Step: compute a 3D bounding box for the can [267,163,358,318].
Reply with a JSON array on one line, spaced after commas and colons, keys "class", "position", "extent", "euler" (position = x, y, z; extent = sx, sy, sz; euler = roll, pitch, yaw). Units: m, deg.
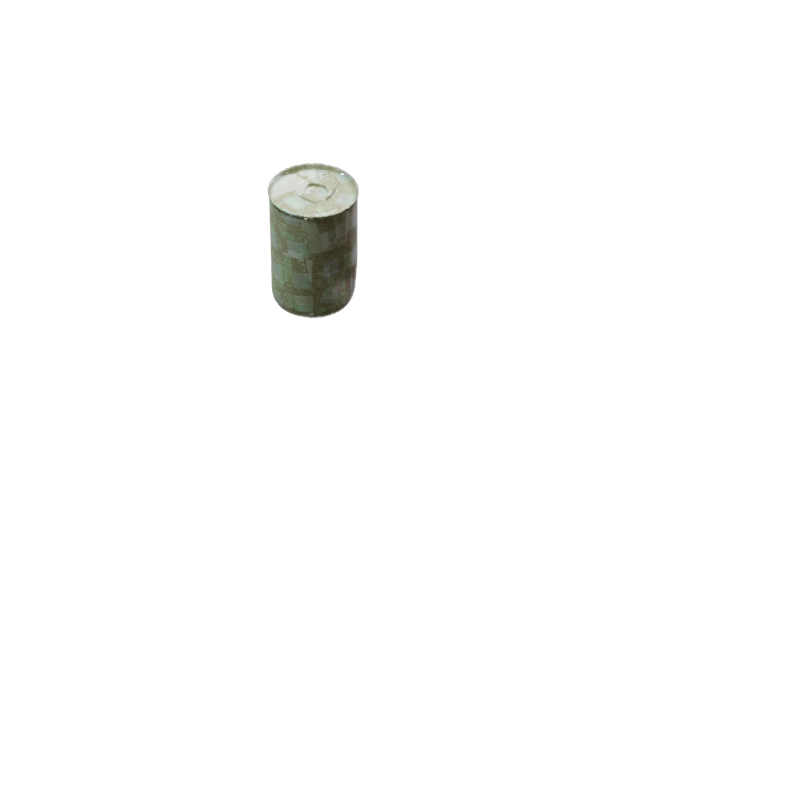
[{"class": "can", "position": [-0.067, -0.122, 0.857], "extent": [0.068, 0.095, 0.074], "euler": [0, 43, -3]}]
